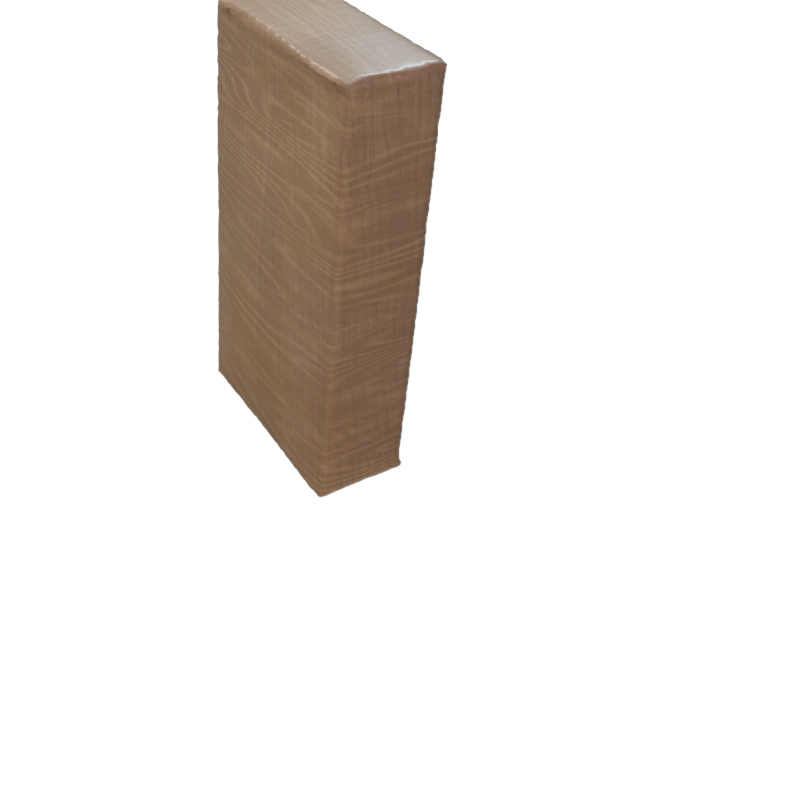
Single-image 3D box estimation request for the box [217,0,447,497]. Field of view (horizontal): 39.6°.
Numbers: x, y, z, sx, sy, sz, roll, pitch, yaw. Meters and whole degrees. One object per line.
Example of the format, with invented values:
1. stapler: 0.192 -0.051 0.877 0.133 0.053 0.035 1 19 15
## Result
1. box: -0.033 -0.060 0.422 0.047 0.165 0.101 -19 41 -27
